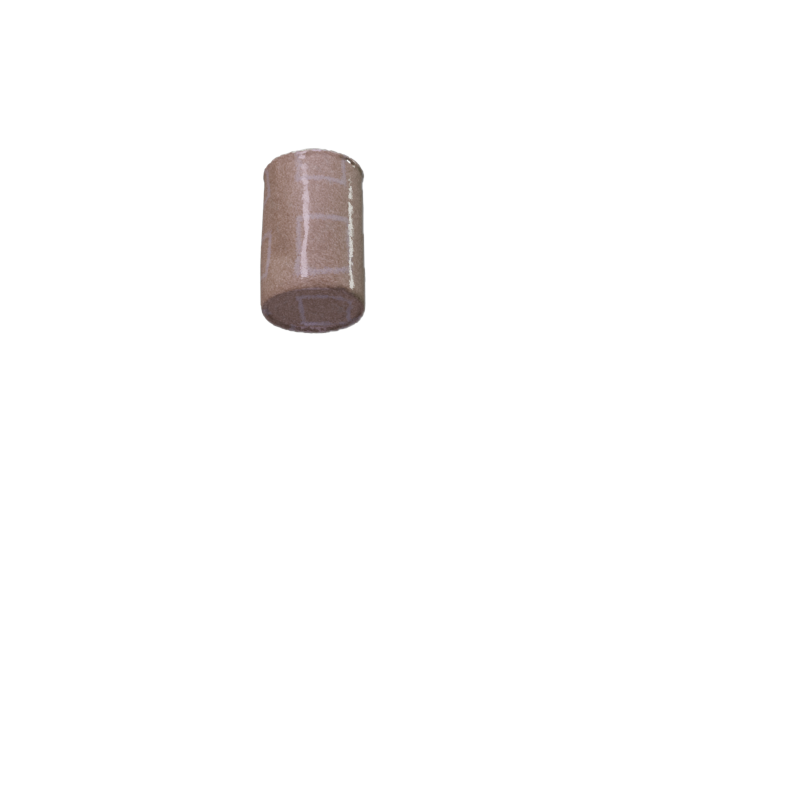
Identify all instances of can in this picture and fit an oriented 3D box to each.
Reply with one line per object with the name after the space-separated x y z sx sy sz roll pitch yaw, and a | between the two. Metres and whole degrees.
-0.056 -0.103 0.721 0.068 0.108 0.065 0 -27 -2 | can
